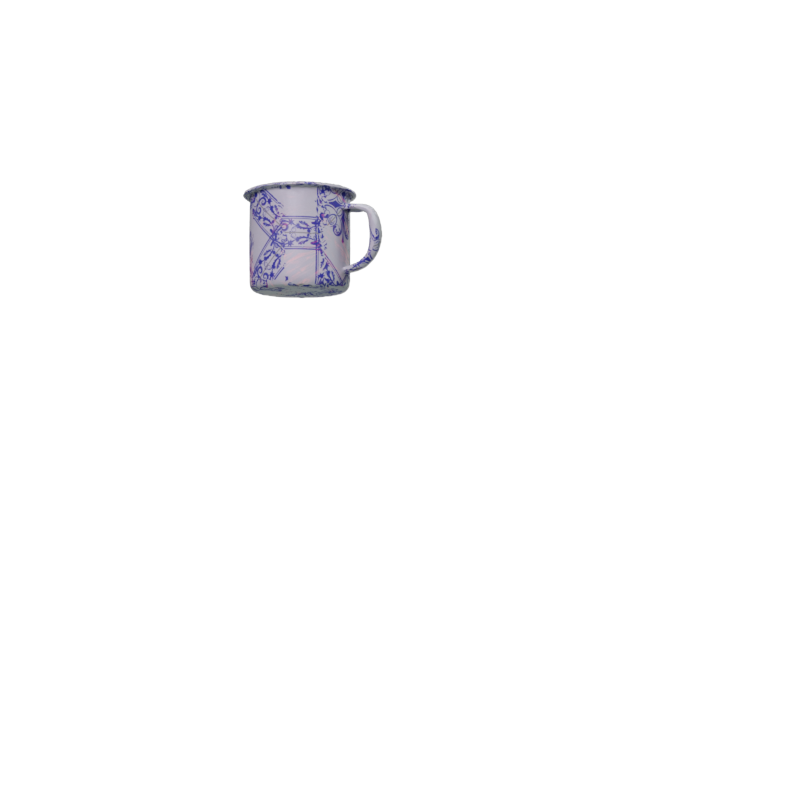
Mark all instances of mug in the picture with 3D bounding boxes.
[{"bbox_3d":[-0.070,-0.128,0.898,0.120,0.083,0.089,-2,-6,20],"label":"mug"}]
